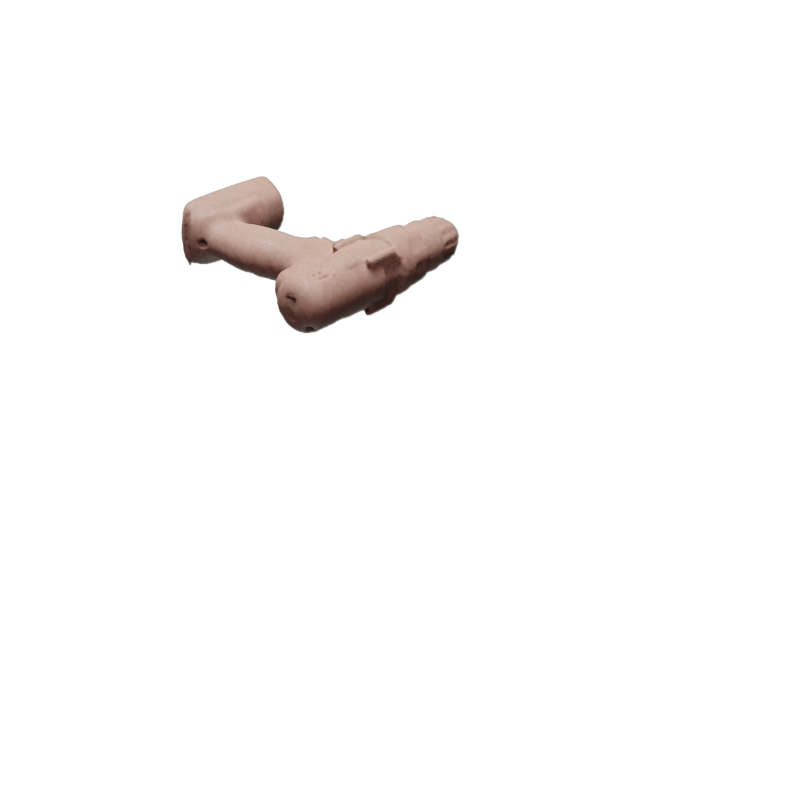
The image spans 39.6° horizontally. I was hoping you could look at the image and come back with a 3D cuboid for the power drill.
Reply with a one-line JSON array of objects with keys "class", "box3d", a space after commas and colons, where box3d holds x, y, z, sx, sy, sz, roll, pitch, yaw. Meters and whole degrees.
[{"class": "power drill", "box3d": [-0.070, -0.128, 0.897, 0.199, 0.054, 0.183, 24, 37, 36]}]
